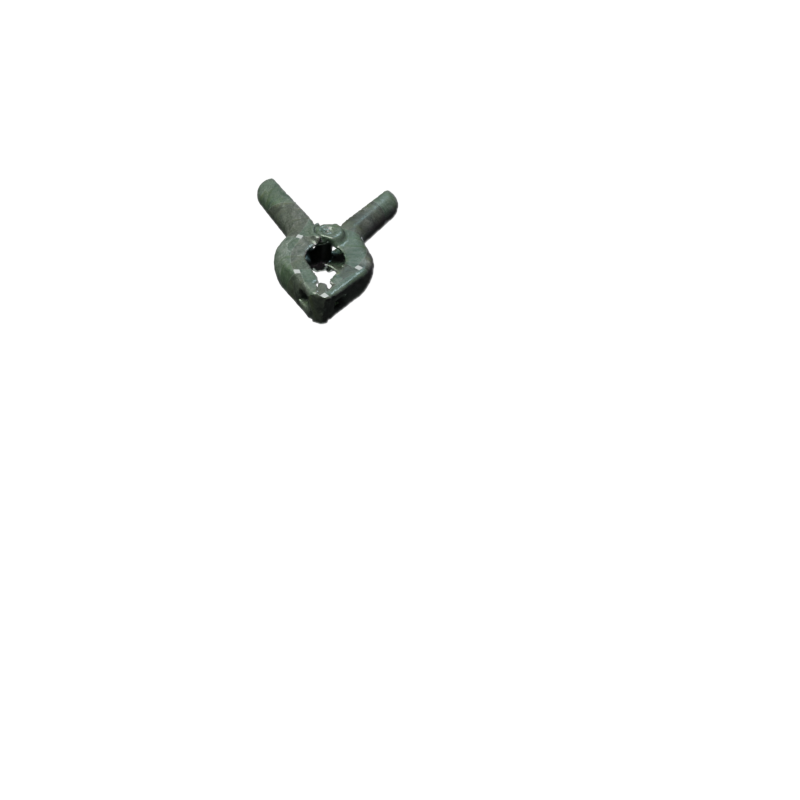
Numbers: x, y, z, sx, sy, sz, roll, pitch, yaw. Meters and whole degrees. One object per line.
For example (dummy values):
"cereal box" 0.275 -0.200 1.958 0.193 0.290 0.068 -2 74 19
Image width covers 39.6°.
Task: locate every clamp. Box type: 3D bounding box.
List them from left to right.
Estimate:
"clamp" -0.071 -0.129 0.901 0.122 0.037 0.181 5 38 6
